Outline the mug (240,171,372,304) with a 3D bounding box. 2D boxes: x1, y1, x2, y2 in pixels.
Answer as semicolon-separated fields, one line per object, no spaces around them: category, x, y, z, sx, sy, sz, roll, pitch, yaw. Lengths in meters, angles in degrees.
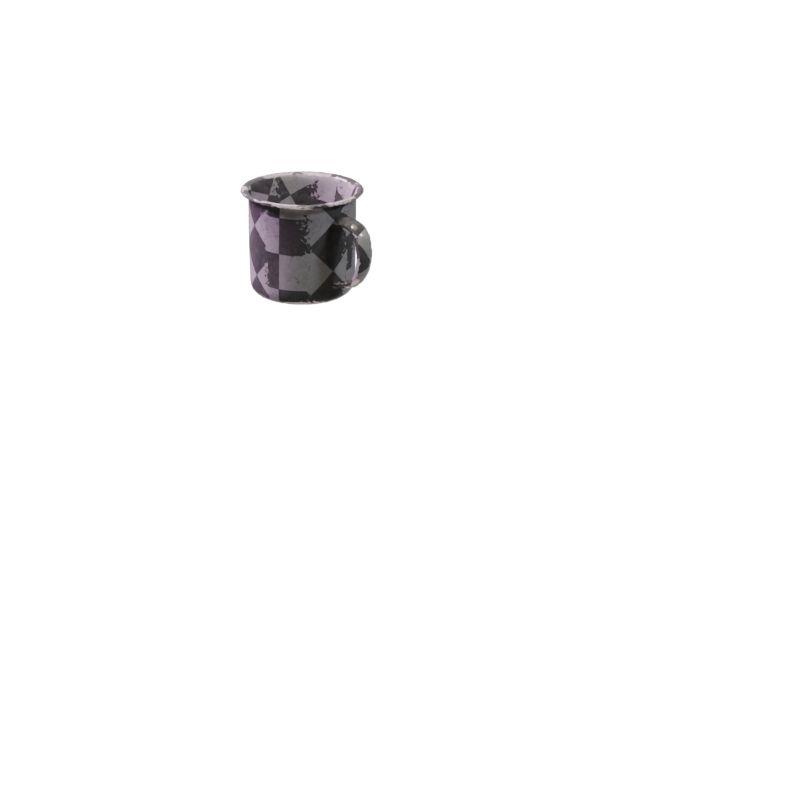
mug;-0.066;-0.121;0.845;0.124;0.078;0.092;22;31;38
